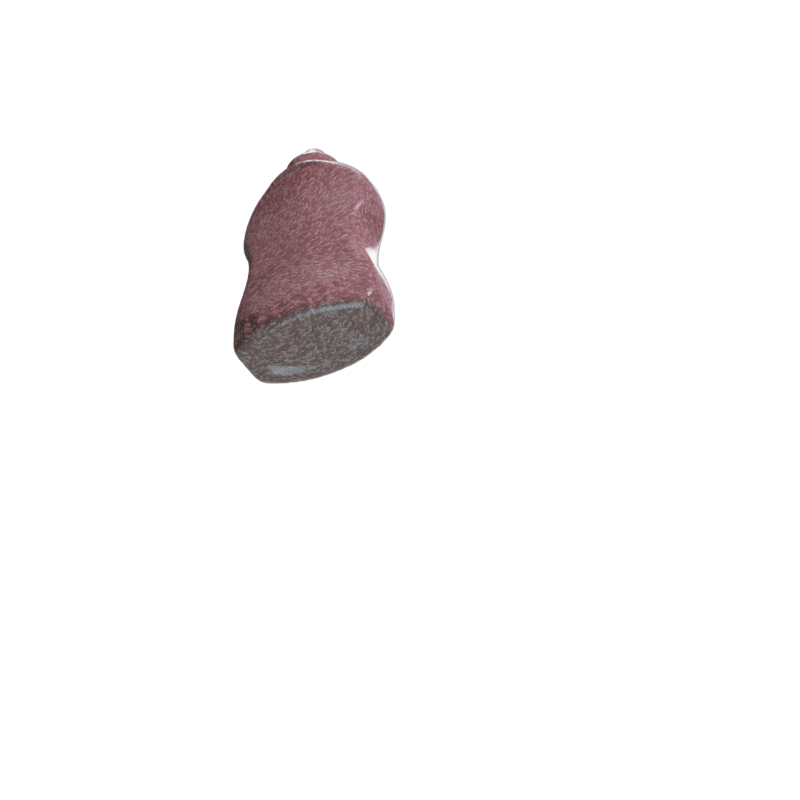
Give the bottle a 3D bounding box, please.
[{"bbox_3d":[-0.056,-0.102,0.716,0.096,0.206,0.054,-23,-49,18],"label":"bottle"}]
